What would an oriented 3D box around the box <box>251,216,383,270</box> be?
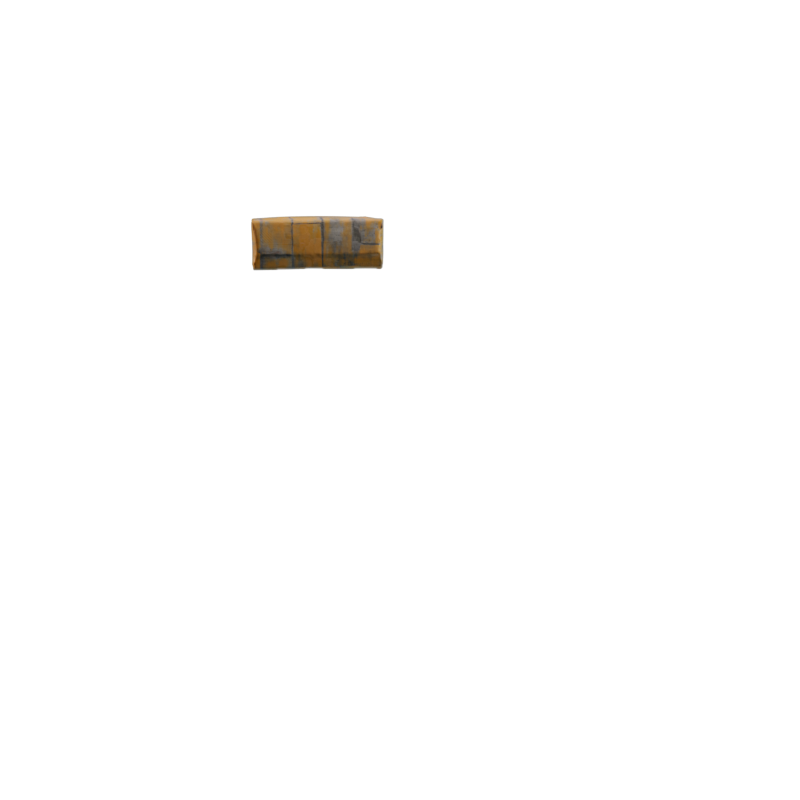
[{"bbox_3d":[-0.062,-0.114,0.796,0.089,0.039,0.115,-1,7,-6],"label":"box"}]
